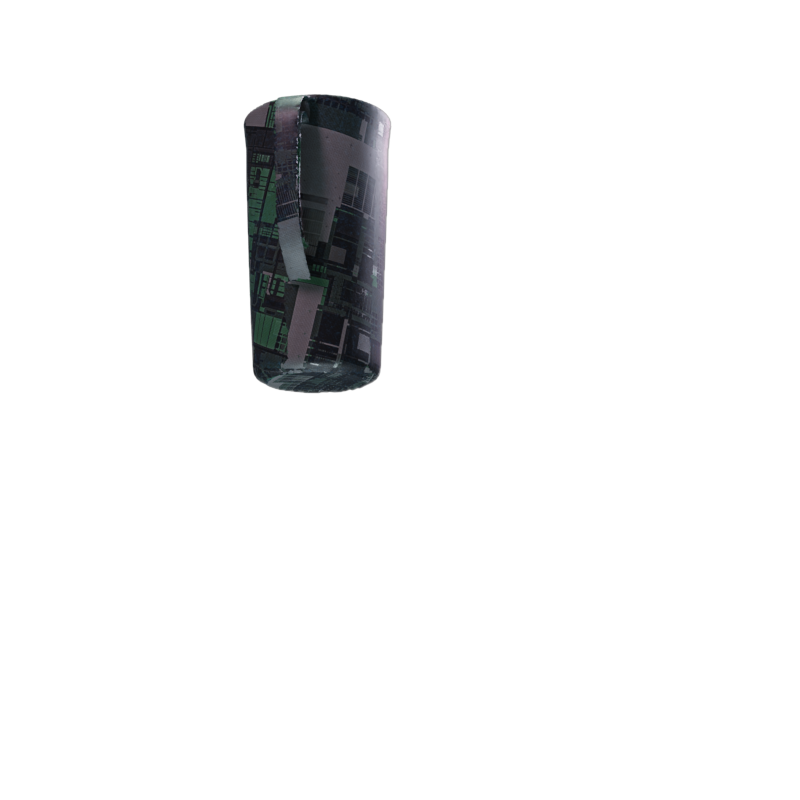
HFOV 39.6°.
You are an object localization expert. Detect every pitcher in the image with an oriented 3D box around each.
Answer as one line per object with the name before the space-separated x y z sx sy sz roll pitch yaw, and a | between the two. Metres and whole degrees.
pitcher | -0.075 -0.137 0.957 0.142 0.253 0.146 10 -20 -33
